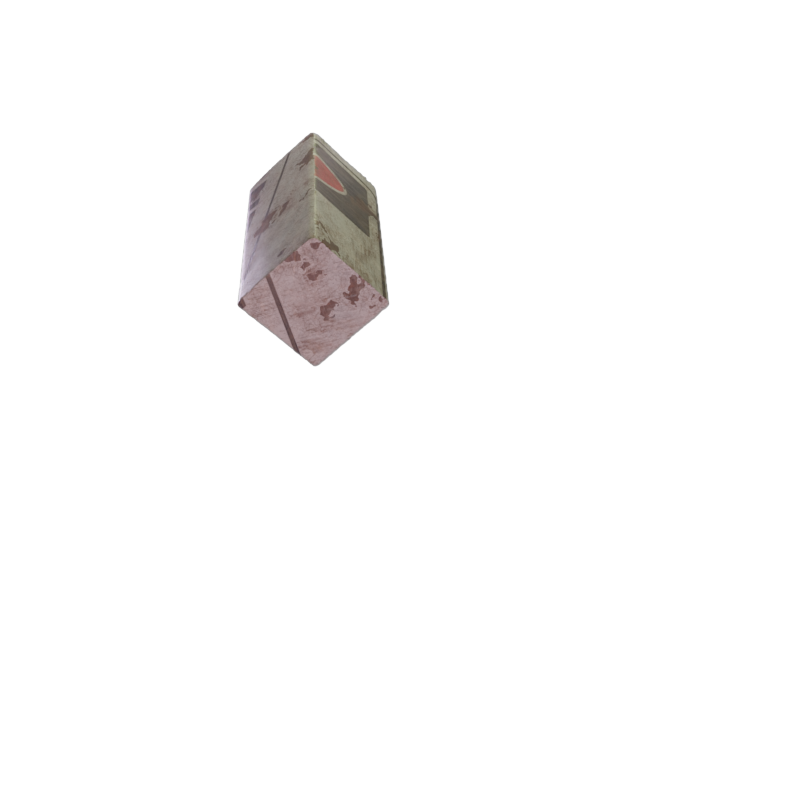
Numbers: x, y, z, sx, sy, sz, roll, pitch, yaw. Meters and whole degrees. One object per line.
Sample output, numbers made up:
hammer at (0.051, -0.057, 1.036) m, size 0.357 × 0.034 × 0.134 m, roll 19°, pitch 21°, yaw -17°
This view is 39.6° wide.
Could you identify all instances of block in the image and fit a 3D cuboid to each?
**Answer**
block at (-0.076, -0.139, 0.972) m, size 0.086 × 0.089 × 0.220 m, roll 40°, pitch 23°, yaw -26°
